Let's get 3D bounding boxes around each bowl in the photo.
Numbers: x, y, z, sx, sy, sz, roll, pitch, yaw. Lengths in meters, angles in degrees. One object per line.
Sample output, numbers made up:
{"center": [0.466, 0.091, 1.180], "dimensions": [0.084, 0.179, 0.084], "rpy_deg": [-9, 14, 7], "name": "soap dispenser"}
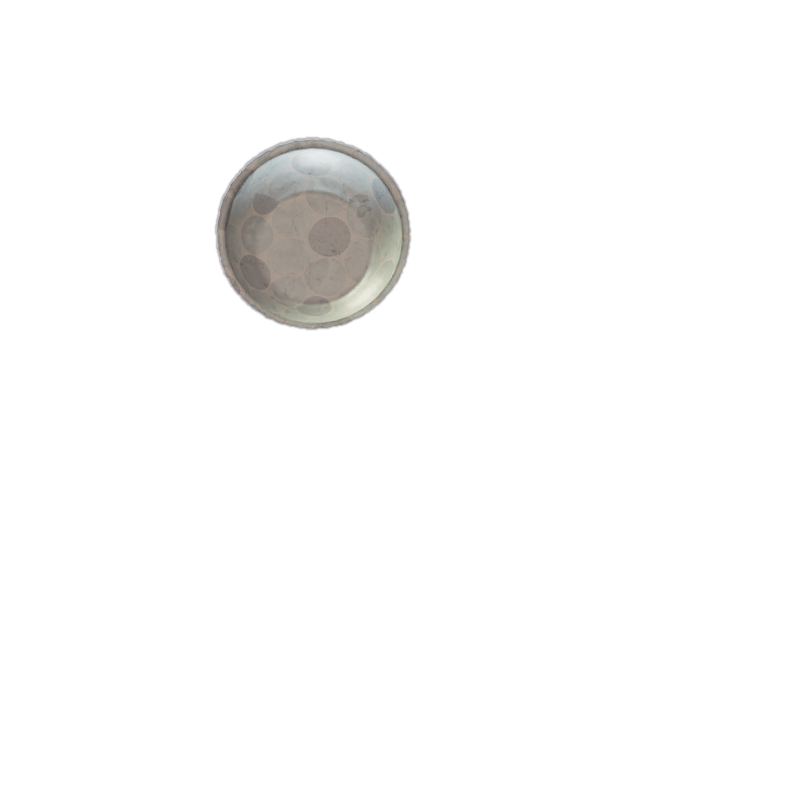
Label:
{"center": [-0.070, -0.128, 0.897], "dimensions": [0.162, 0.157, 0.057], "rpy_deg": [0, 13, -1], "name": "bowl"}
